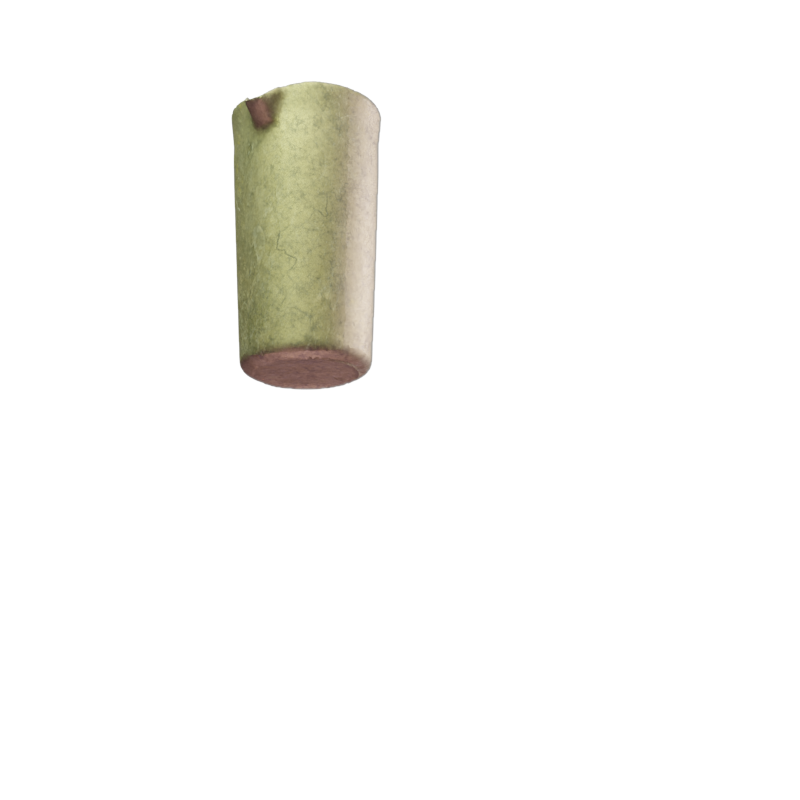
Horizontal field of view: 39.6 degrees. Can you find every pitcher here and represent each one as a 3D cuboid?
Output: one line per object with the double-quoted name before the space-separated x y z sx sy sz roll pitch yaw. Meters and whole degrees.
"pitcher" -0.075 -0.136 0.952 0.146 0.255 0.141 5 -21 -16
